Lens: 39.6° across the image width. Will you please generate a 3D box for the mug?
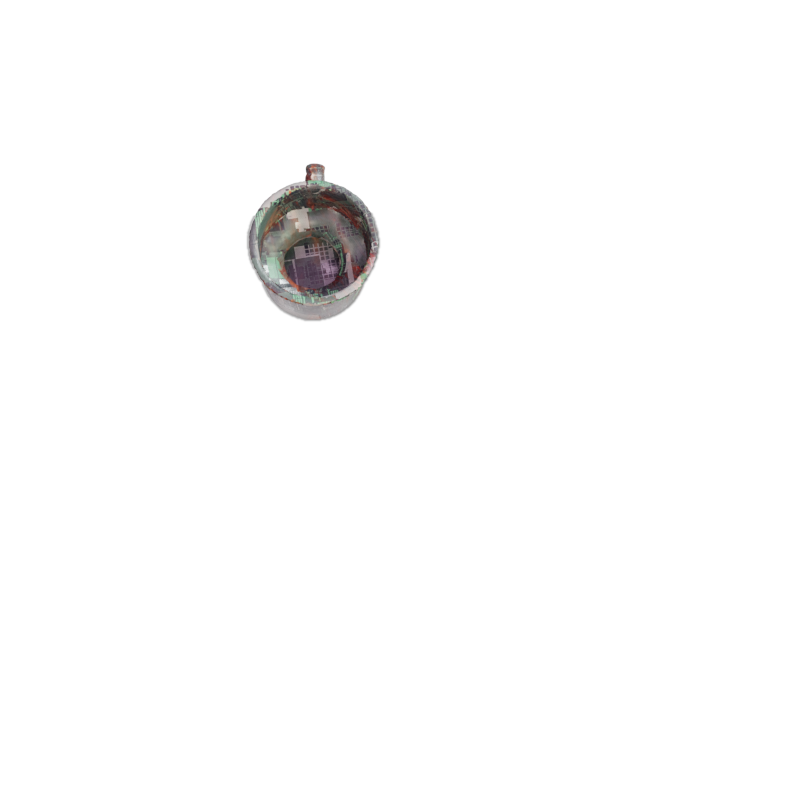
[{"bbox_3d":[-0.065,-0.118,0.828,0.093,0.122,0.079,-2,-14,-2],"label":"mug"}]
